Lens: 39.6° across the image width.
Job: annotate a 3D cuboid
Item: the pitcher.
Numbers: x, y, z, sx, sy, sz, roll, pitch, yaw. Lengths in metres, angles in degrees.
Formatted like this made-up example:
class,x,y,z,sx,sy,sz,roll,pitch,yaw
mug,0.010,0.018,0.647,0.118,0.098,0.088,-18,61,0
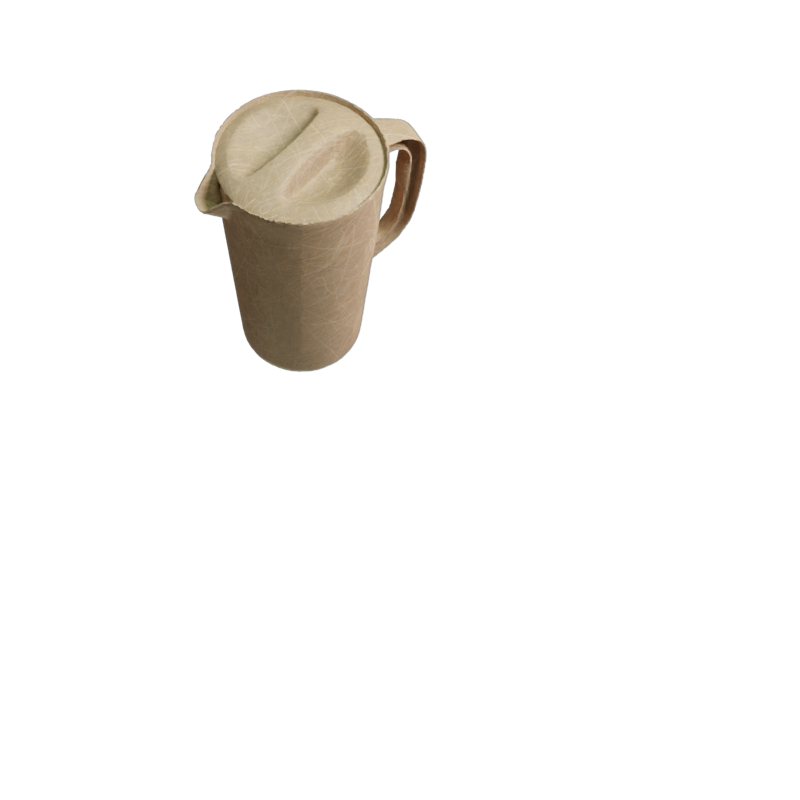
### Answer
class,x,y,z,sx,sy,sz,roll,pitch,yaw
pitcher,-0.072,-0.130,0.913,0.152,0.152,0.228,16,-31,7
